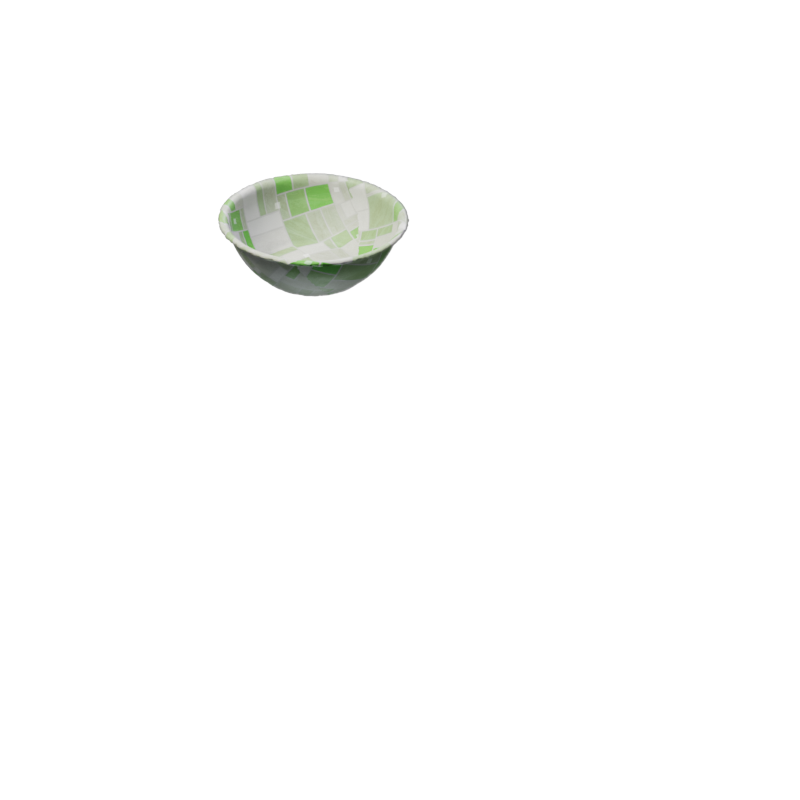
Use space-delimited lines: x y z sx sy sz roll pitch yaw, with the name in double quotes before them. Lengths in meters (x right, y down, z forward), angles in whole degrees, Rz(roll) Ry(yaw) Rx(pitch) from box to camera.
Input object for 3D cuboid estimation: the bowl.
"bowl" -0.075 -0.136 0.956 0.162 0.052 0.173 -1 35 -2
